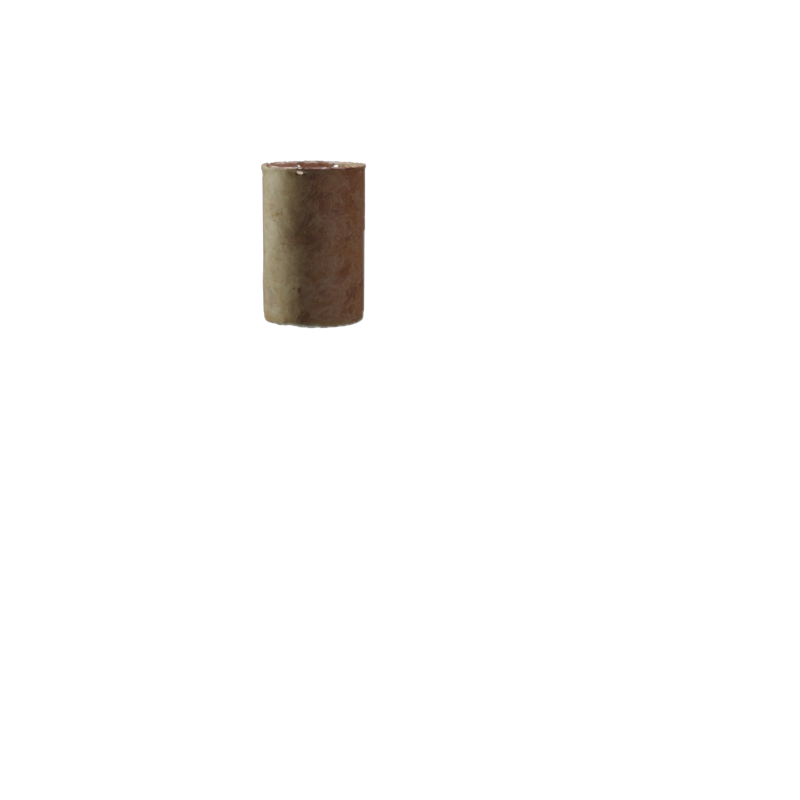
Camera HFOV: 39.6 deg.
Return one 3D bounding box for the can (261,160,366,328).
[{"bbox_3d":[-0.057,-0.103,0.722,0.068,0.100,0.070,0,10,-2],"label":"can"}]
